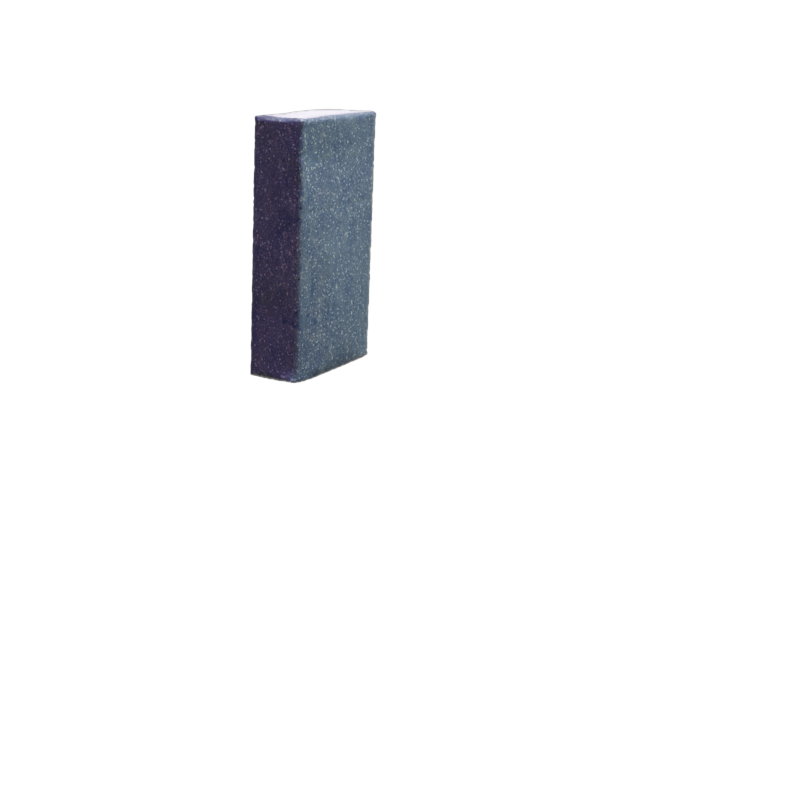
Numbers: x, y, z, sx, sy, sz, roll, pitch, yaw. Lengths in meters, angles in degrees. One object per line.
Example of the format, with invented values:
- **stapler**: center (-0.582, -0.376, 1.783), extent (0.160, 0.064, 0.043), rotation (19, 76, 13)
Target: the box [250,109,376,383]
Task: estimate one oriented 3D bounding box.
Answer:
- **box**: center (-0.059, -0.108, 0.753), extent (0.050, 0.172, 0.092), rotation (7, 13, 30)
